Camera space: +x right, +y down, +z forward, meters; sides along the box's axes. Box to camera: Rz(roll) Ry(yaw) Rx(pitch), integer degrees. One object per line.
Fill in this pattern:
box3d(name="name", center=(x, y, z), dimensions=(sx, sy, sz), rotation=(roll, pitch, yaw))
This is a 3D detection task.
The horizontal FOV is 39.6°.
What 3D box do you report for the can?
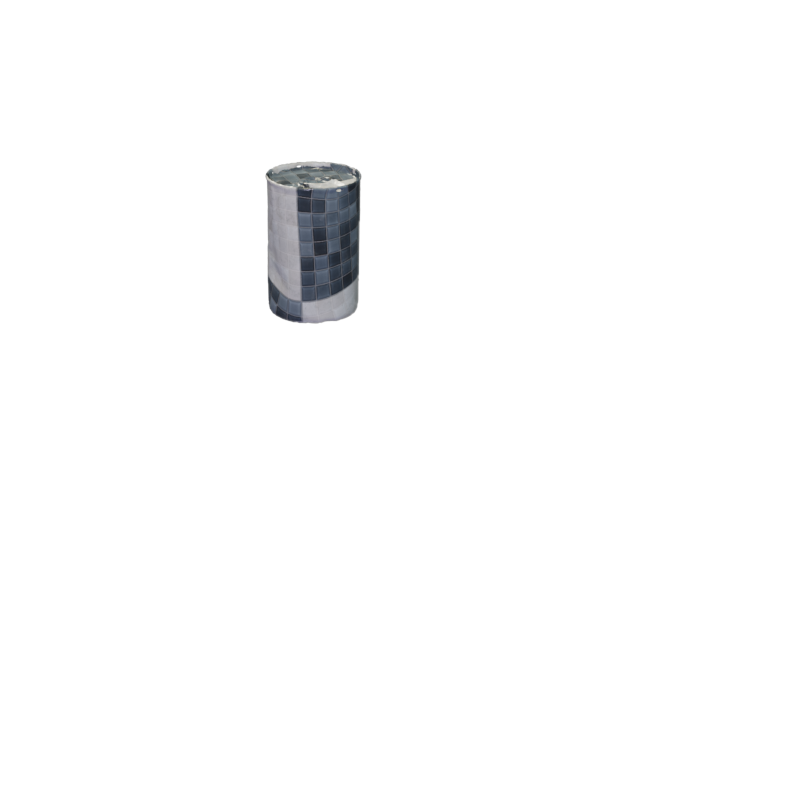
box3d(name="can", center=(-0.063, -0.114, 0.800), dimensions=(0.068, 0.097, 0.072), rotation=(0, 23, -2))
